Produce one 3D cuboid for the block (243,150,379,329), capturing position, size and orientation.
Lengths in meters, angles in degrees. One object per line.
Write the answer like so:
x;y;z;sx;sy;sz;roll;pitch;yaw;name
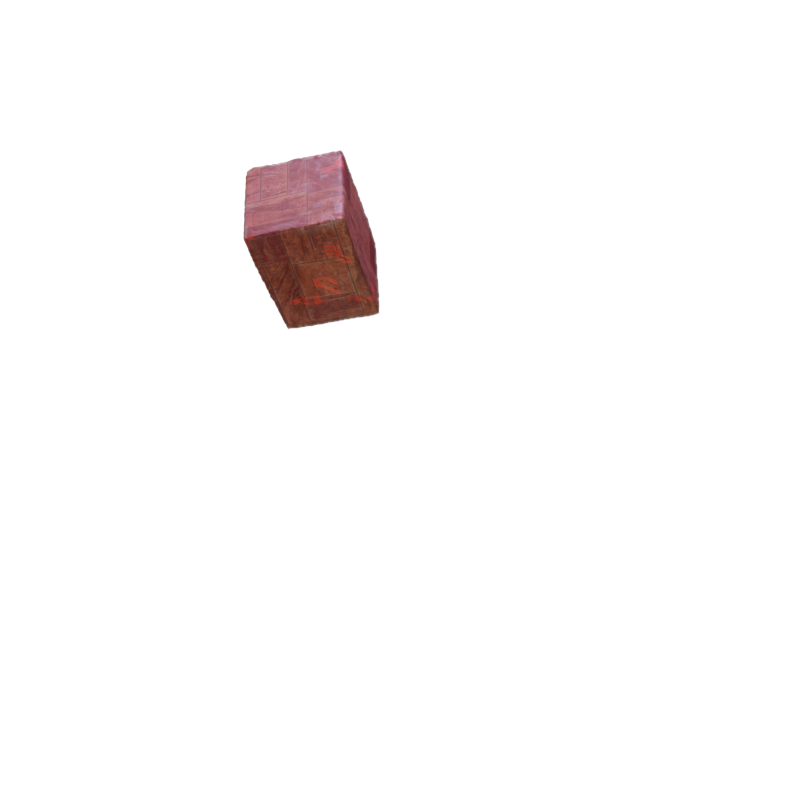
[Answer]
-0.045;-0.082;0.578;0.053;0.055;0.072;-9;-39;10;block
